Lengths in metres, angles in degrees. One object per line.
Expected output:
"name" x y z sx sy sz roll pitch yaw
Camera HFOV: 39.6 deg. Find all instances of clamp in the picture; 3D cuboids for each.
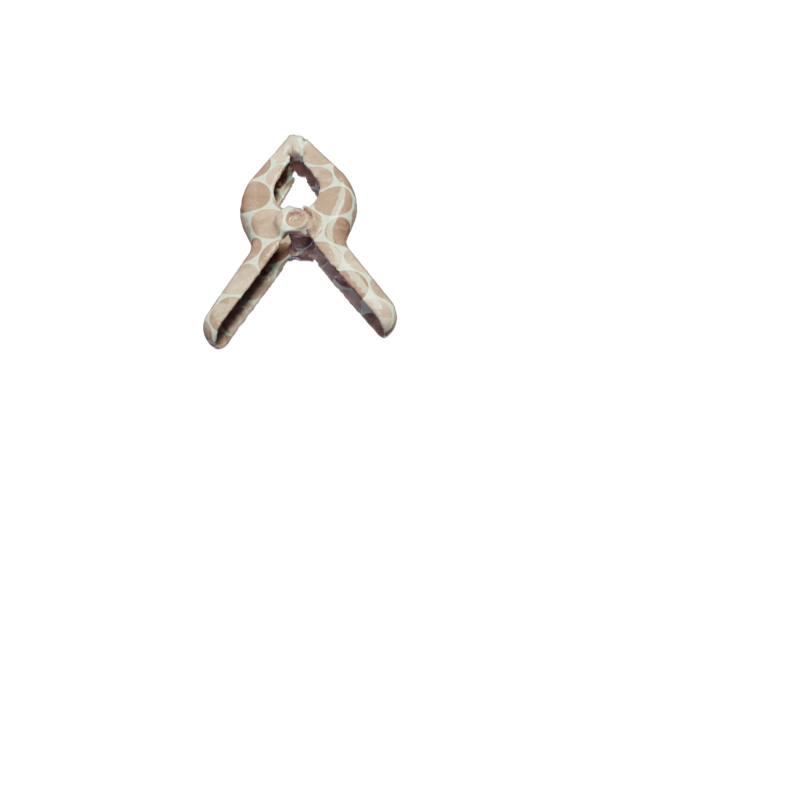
"clamp" -0.057 -0.105 0.733 0.121 0.182 0.037 5 -33 3
